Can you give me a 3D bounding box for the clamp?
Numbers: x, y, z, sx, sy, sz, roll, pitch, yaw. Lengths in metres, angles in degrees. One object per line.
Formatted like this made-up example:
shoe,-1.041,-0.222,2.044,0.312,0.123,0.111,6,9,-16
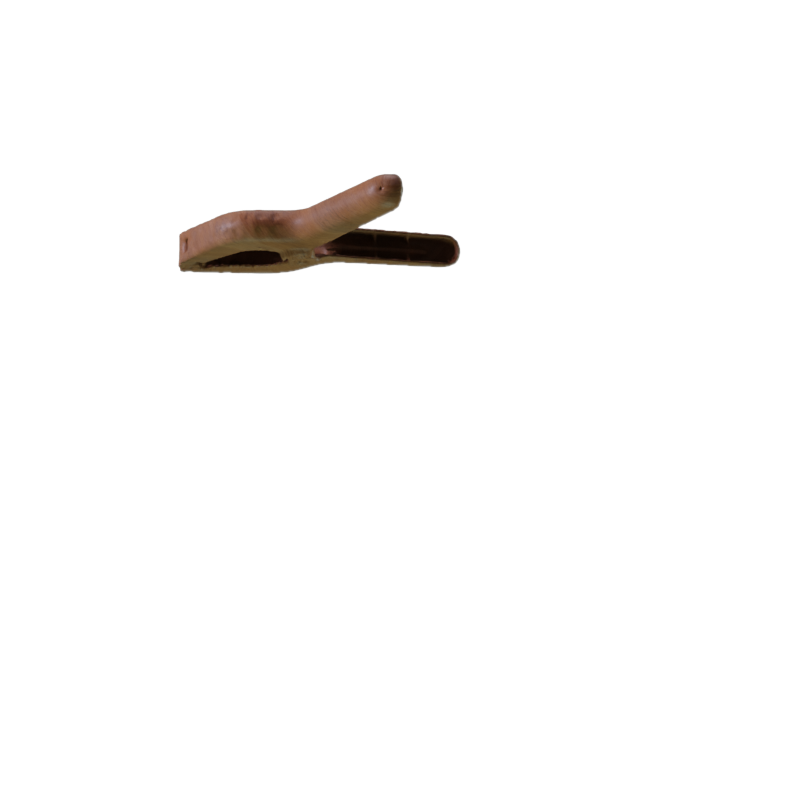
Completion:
clamp,-0.065,-0.118,0.828,0.215,0.038,0.155,-5,-12,25
